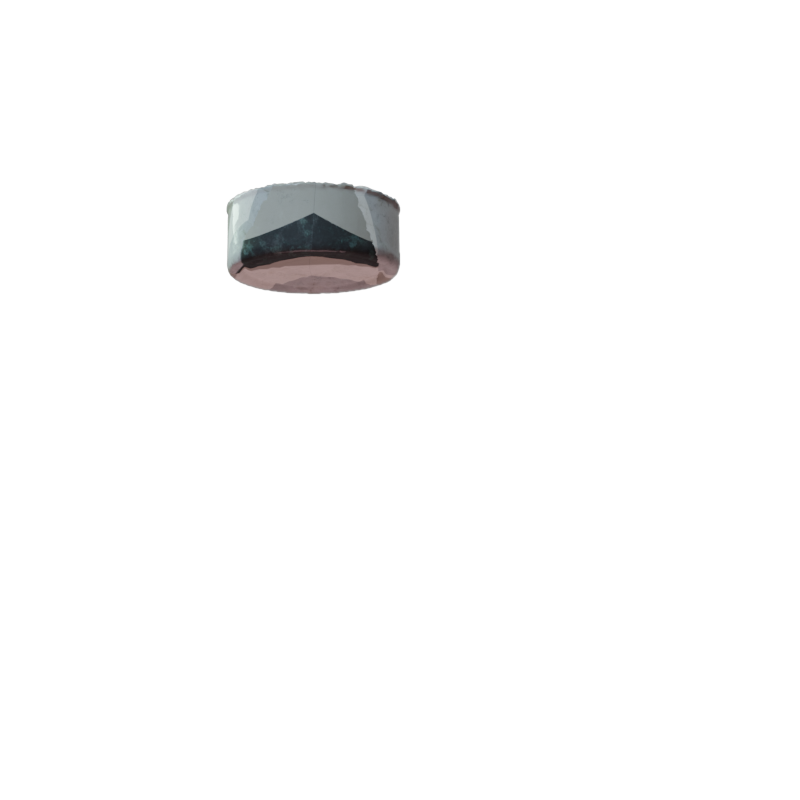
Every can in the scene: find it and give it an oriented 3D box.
[{"bbox_3d":[-0.043,-0.078,0.543,0.086,0.035,0.083,0,-10,-2],"label":"can"}]
